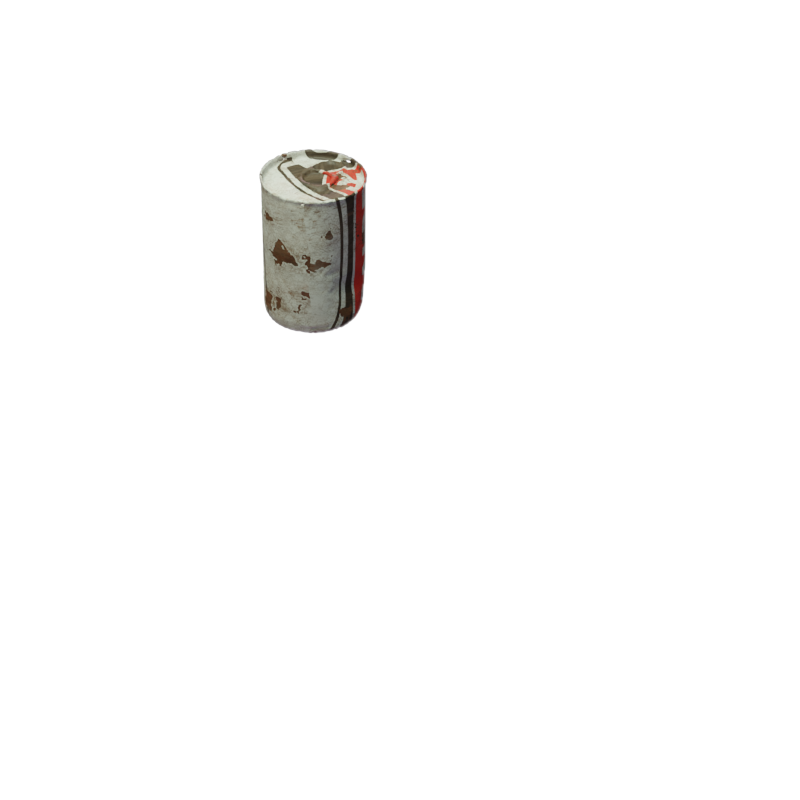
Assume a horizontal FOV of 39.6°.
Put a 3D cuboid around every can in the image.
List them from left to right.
[{"bbox_3d":[-0.057,-0.104,0.727,0.068,0.096,0.073,0,37,-3],"label":"can"}]
